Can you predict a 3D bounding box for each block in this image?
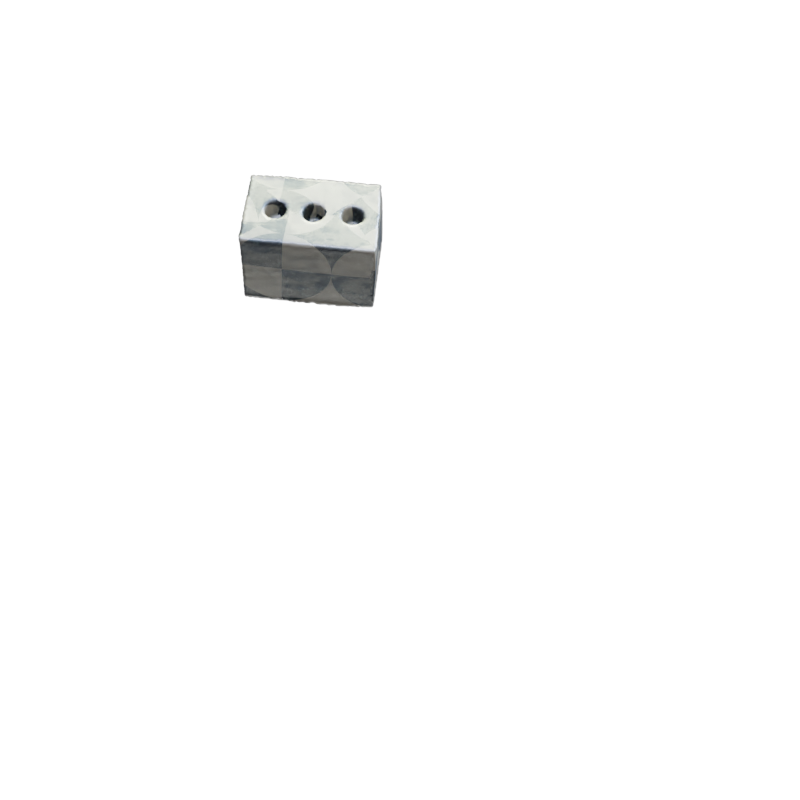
[{"bbox_3d":[-0.050,-0.091,0.637,0.078,0.056,0.048,5,-38,2],"label":"block"}]
